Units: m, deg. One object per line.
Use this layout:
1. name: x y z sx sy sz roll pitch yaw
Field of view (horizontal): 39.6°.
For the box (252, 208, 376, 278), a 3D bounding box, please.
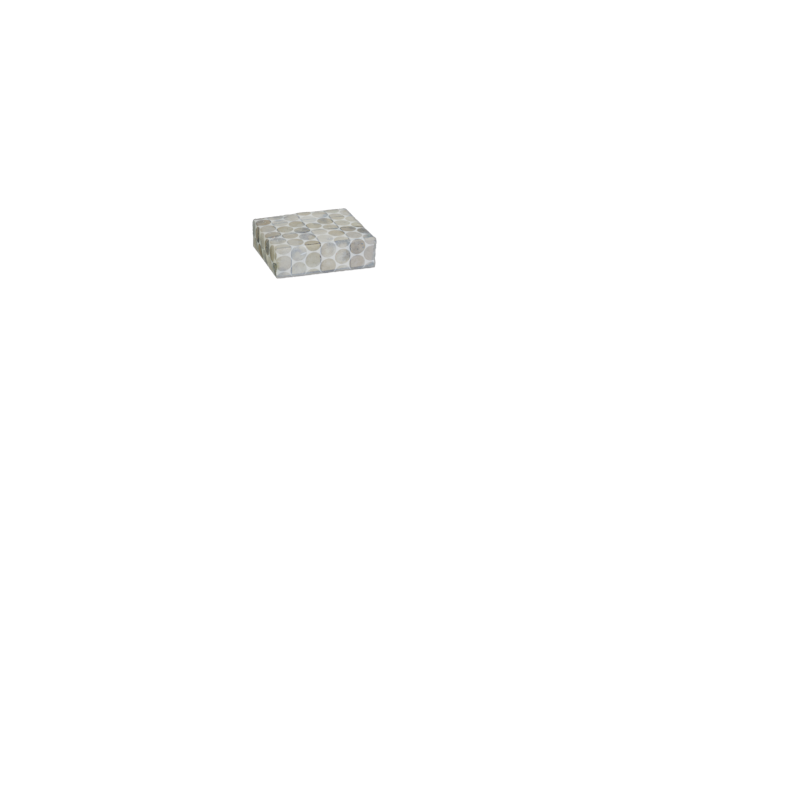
1. box: -0.073 -0.134 0.939 0.088 0.029 0.078 -10 30 -17
